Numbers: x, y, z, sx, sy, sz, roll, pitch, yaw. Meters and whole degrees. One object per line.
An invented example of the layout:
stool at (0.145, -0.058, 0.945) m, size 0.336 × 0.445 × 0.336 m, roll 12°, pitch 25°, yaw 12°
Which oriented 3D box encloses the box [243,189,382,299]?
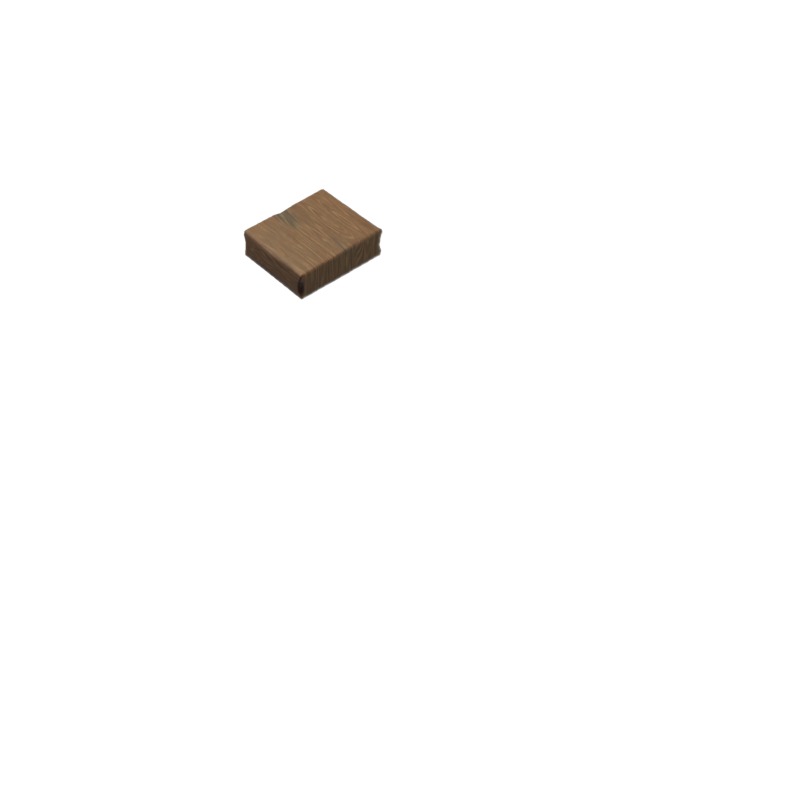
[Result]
box at (-0.070, -0.129, 0.902) m, size 0.089 × 0.028 × 0.078 m, roll -33°, pitch 53°, yaw -29°
